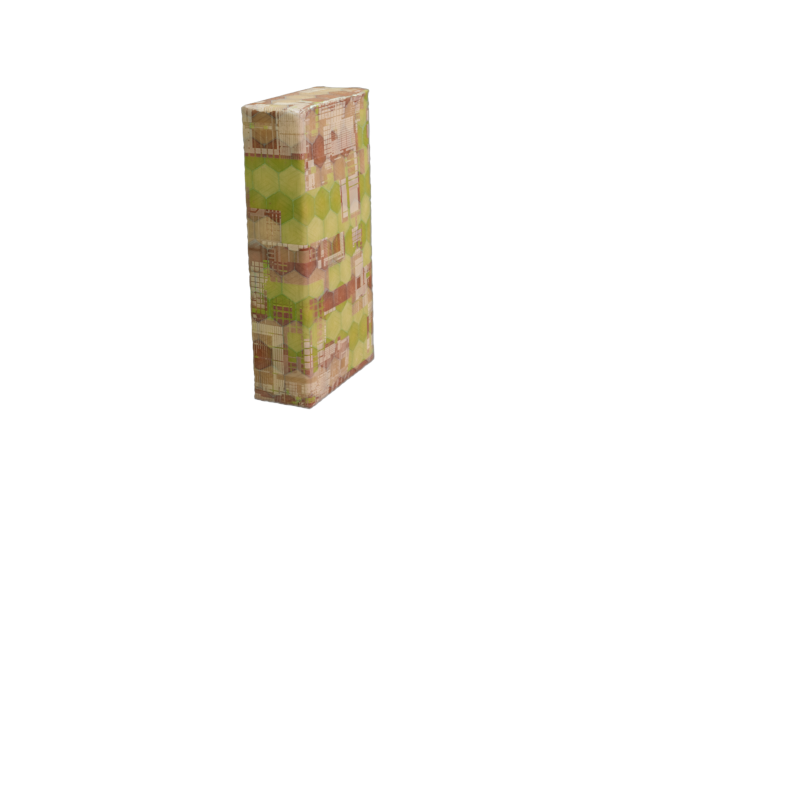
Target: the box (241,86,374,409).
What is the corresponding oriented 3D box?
[{"bbox_3d":[-0.052,-0.095,0.665,0.050,0.169,0.094,9,20,22],"label":"box"}]
